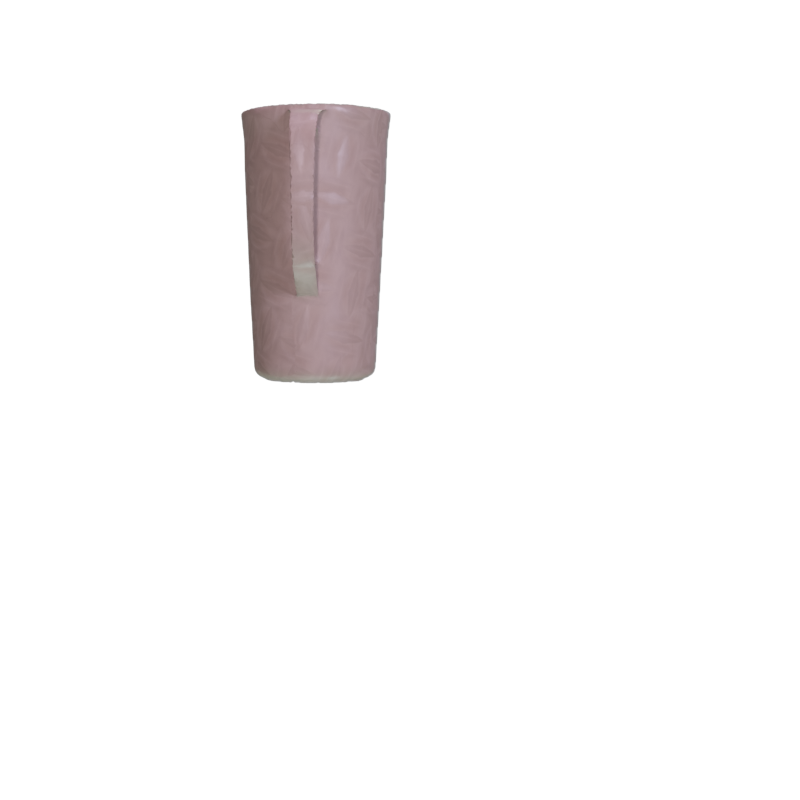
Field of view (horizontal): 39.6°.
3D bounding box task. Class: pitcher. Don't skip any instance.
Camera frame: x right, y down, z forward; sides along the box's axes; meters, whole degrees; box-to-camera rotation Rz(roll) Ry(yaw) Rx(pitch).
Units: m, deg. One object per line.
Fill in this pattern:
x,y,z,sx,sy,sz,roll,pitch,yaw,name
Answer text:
-0.076,-0.139,0.977,0.143,0.244,0.150,0,0,-43,pitcher
